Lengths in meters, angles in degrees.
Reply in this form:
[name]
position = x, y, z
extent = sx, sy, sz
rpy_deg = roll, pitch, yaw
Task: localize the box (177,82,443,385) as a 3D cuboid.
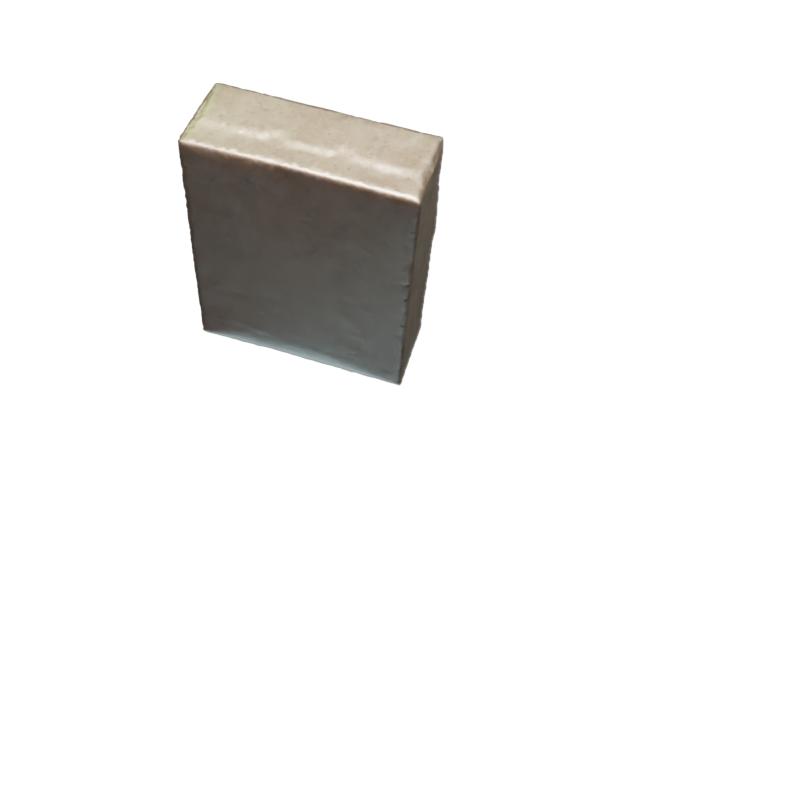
[box]
position = -0.062, -0.113, 0.791
extent = 0.168, 0.075, 0.200
rpy_deg = 17, -34, 9
